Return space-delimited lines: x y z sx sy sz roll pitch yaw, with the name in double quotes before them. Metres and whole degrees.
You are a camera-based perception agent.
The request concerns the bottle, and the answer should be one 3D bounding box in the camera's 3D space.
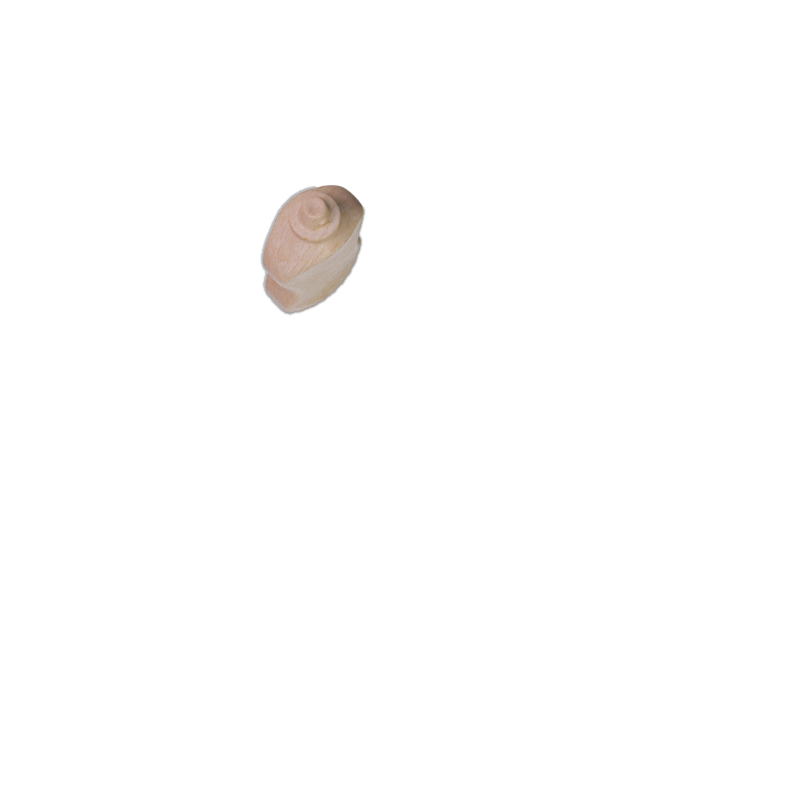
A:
"bottle" -0.073 -0.133 0.935 0.096 0.060 0.186 -41 -5 -10
